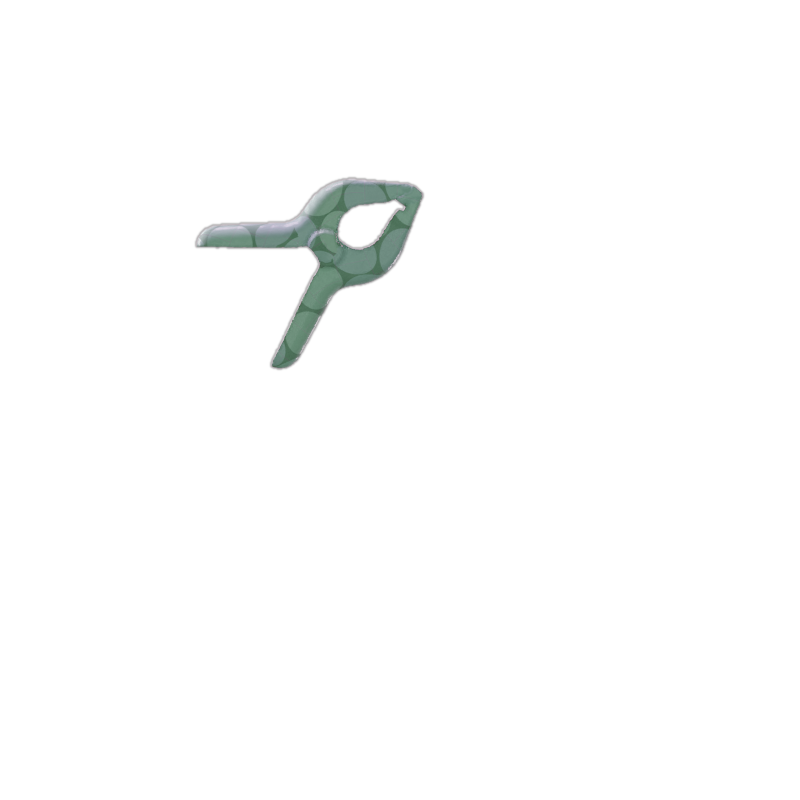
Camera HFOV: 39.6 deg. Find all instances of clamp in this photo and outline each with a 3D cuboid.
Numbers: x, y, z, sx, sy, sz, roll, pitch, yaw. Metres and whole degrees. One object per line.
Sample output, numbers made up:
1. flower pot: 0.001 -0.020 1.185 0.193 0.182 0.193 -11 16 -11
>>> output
1. clamp: -0.065 -0.118 0.830 0.171 0.119 0.040 -40 5 4
